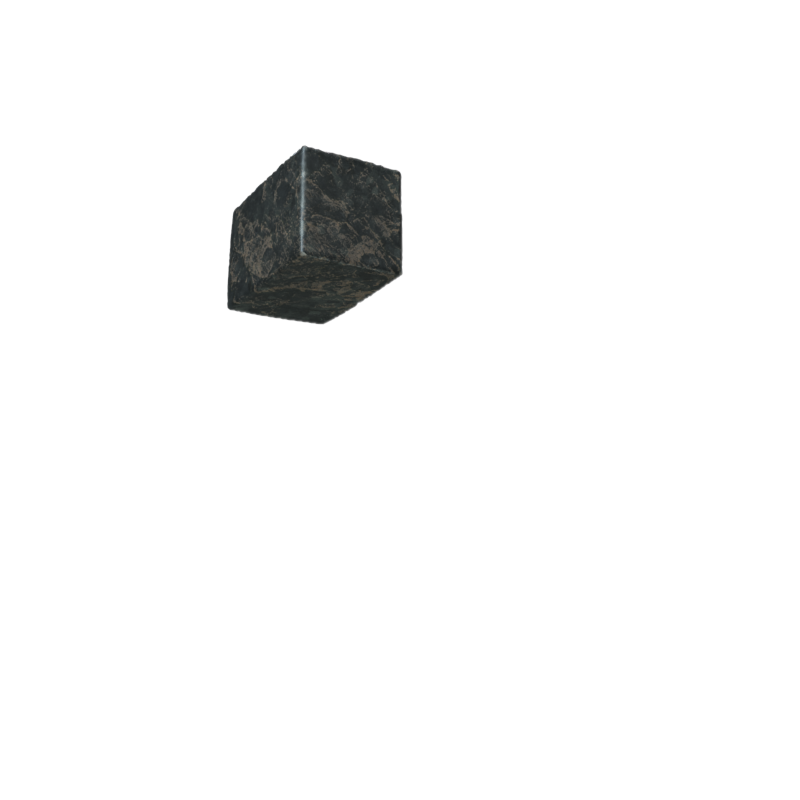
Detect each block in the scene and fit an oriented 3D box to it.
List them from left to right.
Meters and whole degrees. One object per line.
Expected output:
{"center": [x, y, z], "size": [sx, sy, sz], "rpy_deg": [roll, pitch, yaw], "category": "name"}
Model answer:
{"center": [-0.040, -0.073, 0.510], "size": [0.050, 0.054, 0.078], "rpy_deg": [11, -22, -29], "category": "block"}
